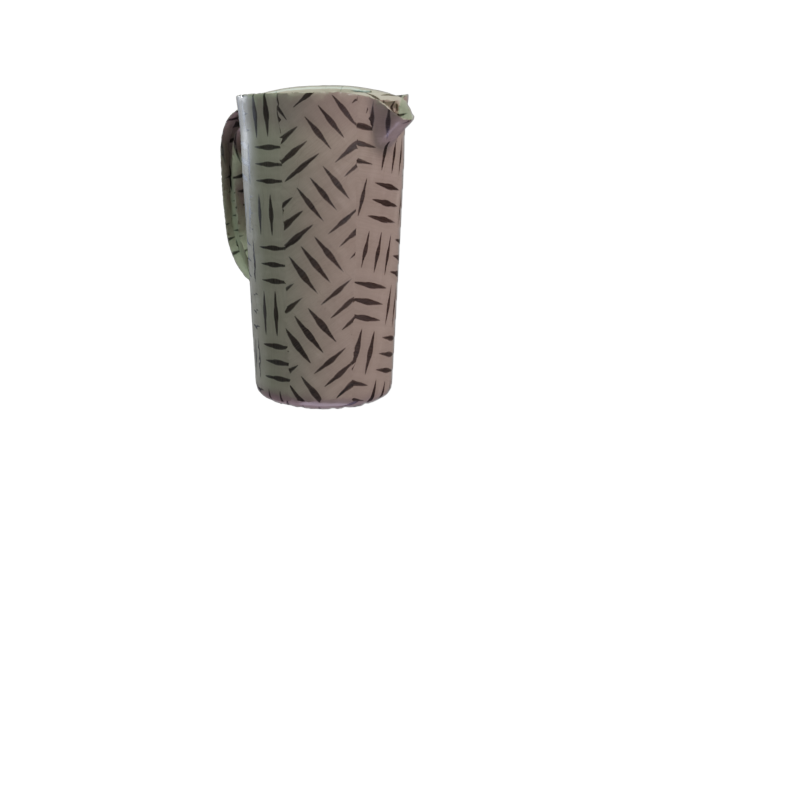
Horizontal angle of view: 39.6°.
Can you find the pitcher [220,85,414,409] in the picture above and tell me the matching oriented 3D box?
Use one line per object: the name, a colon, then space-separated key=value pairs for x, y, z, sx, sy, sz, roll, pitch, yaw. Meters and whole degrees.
pitcher: x=-0.068 y=-0.124 z=0.871 sx=0.144 sy=0.239 sz=0.153 roll=-1 pitch=8 yaw=-7
